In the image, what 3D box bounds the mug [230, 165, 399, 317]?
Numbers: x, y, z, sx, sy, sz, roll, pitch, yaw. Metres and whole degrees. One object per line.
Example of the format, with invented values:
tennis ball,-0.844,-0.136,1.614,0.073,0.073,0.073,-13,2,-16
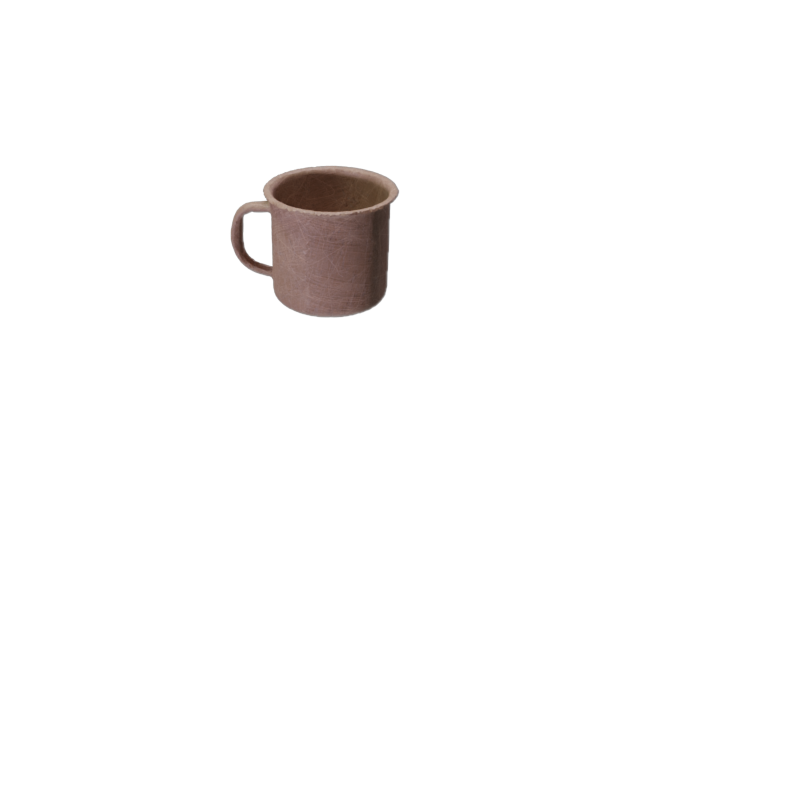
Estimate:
mug,-0.061,-0.111,0.776,0.118,0.077,0.098,2,28,2
